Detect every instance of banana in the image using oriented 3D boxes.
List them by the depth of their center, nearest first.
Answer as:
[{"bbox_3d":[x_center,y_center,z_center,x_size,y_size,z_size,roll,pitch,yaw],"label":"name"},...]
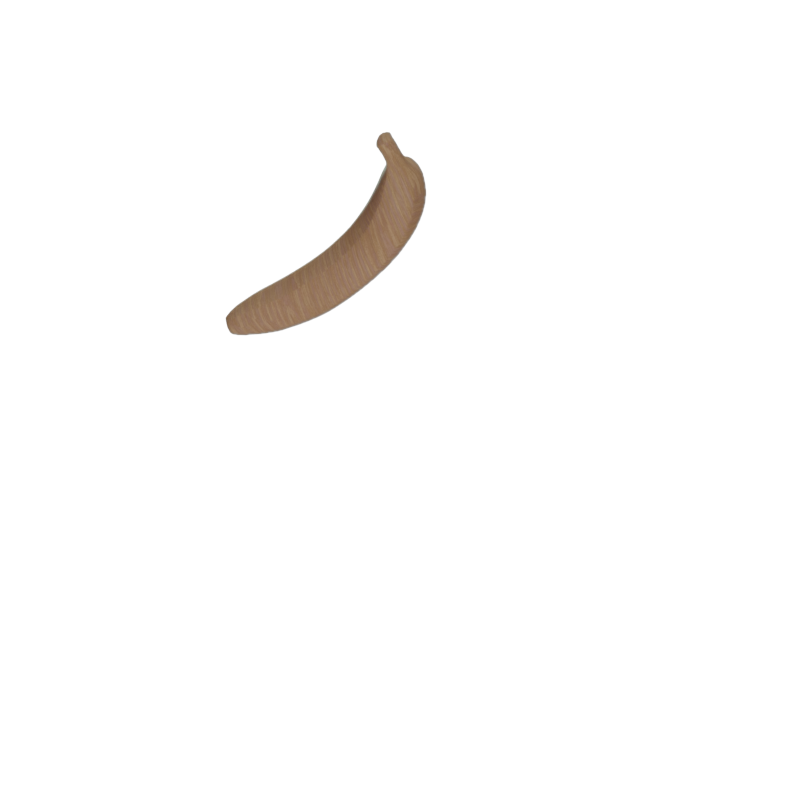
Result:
[{"bbox_3d":[-0.041,-0.101,0.747,0.066,0.039,0.193,28,-55,-24],"label":"banana"}]
